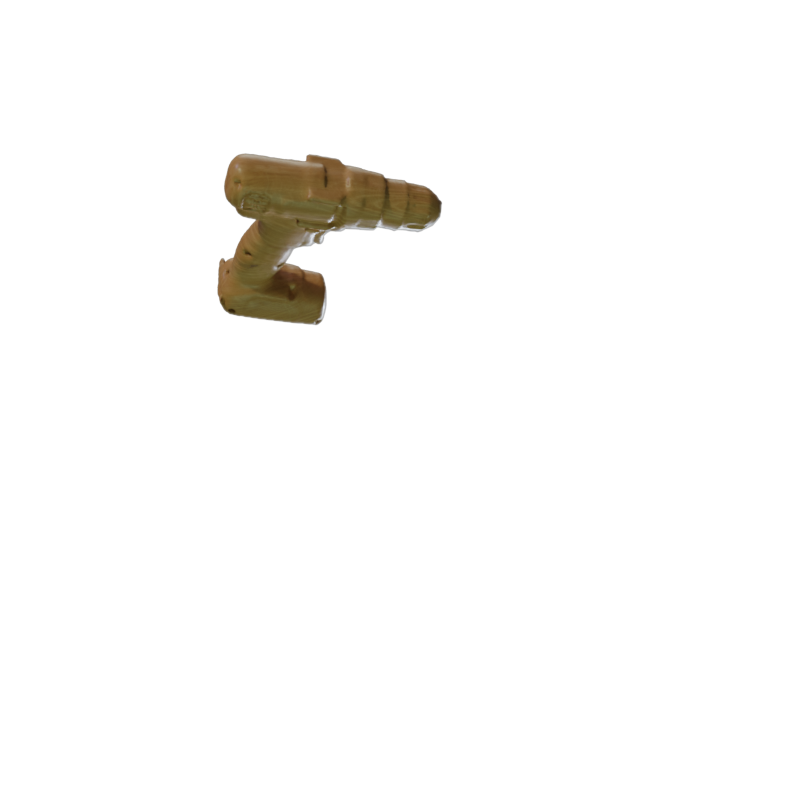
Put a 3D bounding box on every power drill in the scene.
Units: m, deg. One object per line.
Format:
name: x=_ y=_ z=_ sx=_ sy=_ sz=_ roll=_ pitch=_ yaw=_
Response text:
power drill: x=-0.076 y=-0.139 z=0.972 sx=0.180 sy=0.061 sz=0.179 roll=10 pitch=-35 yaw=-15
